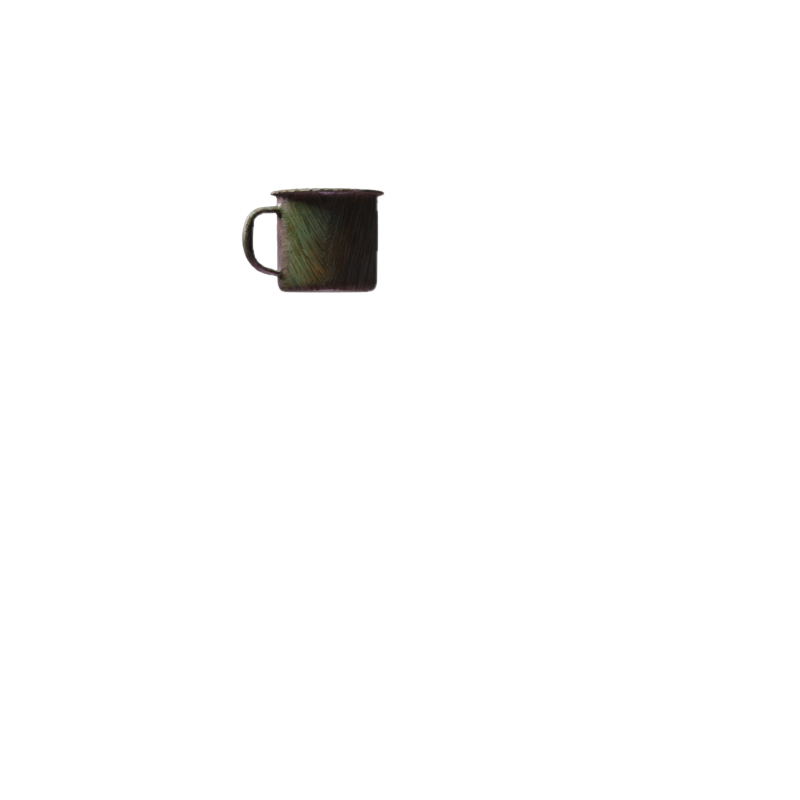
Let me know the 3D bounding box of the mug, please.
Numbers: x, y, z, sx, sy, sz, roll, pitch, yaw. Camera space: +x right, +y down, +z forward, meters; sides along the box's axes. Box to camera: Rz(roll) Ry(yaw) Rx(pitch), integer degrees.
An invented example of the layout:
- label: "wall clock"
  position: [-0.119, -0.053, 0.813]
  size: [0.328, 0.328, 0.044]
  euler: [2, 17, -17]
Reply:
- label: "mug"
  position: [-0.070, -0.128, 0.898]
  size: [0.114, 0.081, 0.096]
  euler: [-1, 4, -20]
